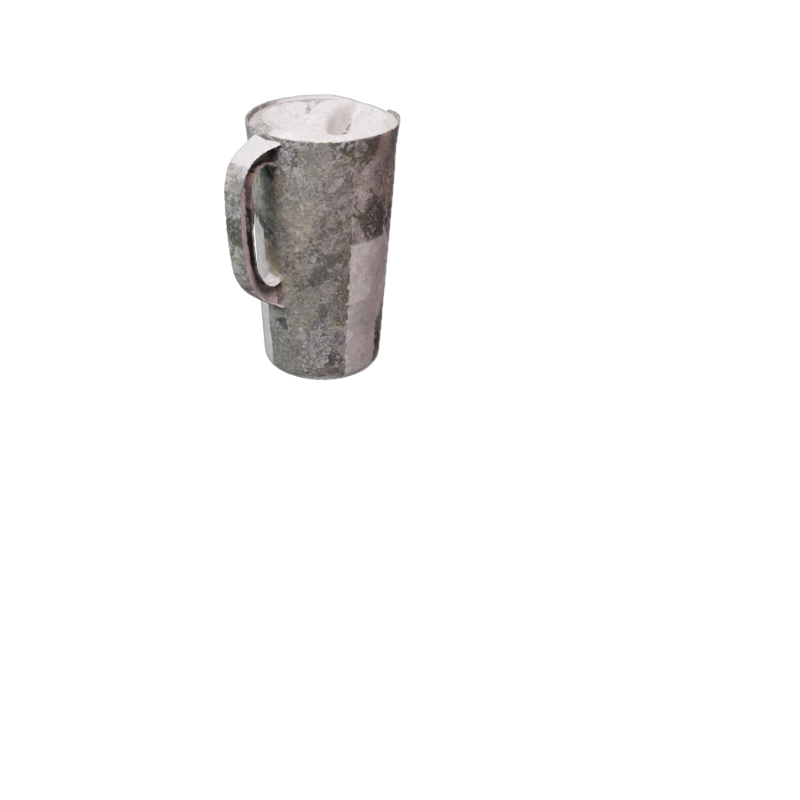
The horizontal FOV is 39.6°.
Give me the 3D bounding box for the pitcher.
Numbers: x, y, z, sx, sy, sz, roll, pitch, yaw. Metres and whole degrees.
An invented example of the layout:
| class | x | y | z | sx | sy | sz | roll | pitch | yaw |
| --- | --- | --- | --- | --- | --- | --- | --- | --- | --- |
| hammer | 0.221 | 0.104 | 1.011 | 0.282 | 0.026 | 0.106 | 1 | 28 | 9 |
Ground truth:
| class | x | y | z | sx | sy | sz | roll | pitch | yaw |
| --- | --- | --- | --- | --- | --- | --- | --- | --- | --- |
| pitcher | -0.077 | -0.141 | 0.990 | 0.149 | 0.230 | 0.154 | 0 | 27 | -4 |
